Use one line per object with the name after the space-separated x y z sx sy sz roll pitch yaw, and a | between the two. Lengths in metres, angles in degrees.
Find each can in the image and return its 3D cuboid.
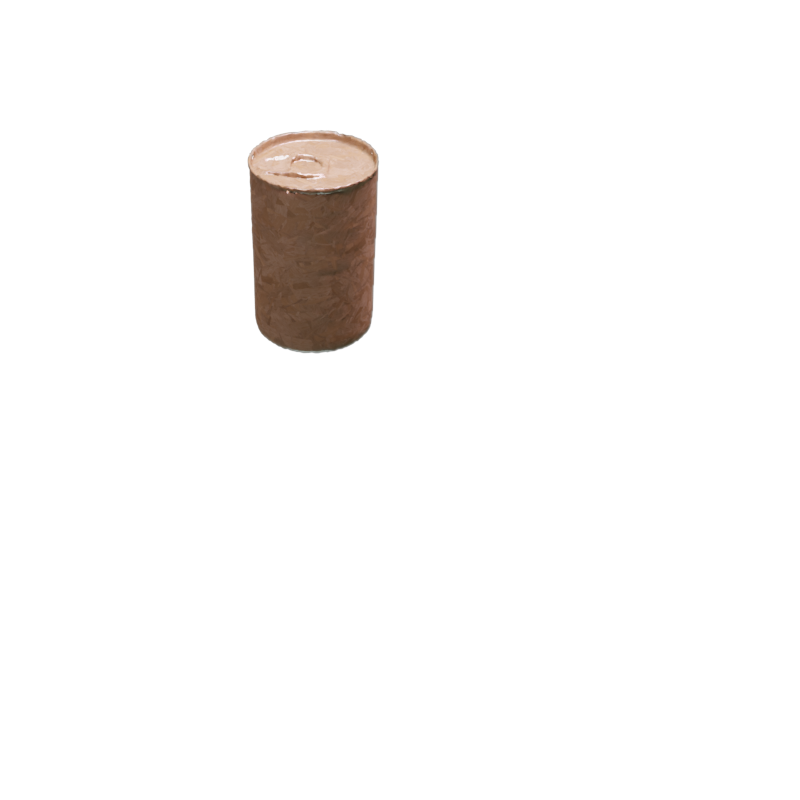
-0.047 -0.085 0.598 0.068 0.096 0.073 0 35 -3 | can
